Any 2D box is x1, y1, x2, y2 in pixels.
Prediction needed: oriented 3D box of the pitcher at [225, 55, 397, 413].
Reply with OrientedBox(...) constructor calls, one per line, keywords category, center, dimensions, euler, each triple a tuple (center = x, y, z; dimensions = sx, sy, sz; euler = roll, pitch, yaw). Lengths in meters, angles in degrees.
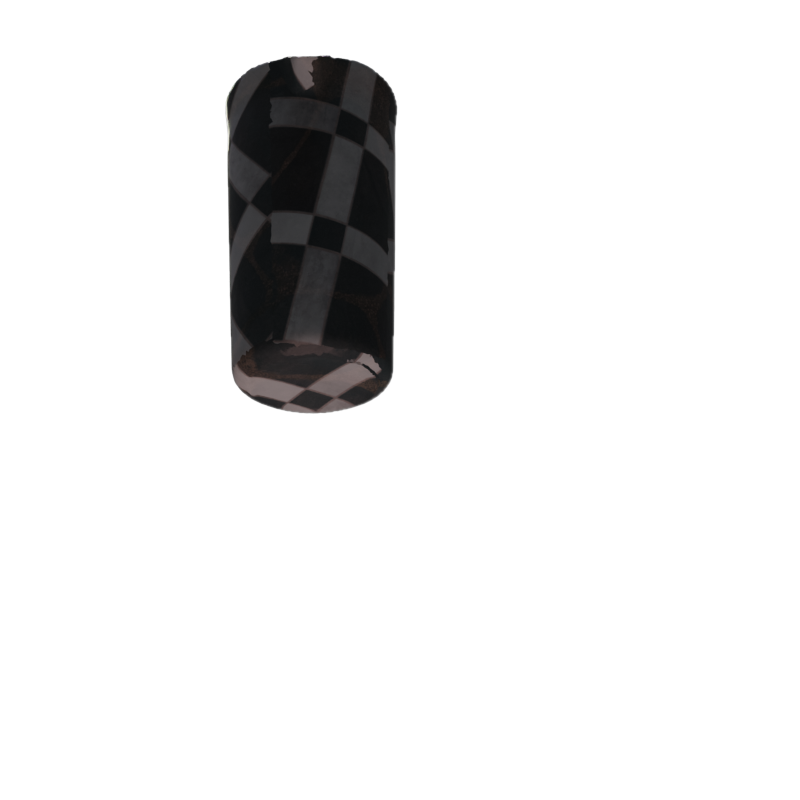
OrientedBox(category="pitcher", center=(-0.063, -0.115, 0.808), dimensions=(0.145, 0.259, 0.140), euler=(-27, -38, 36))
